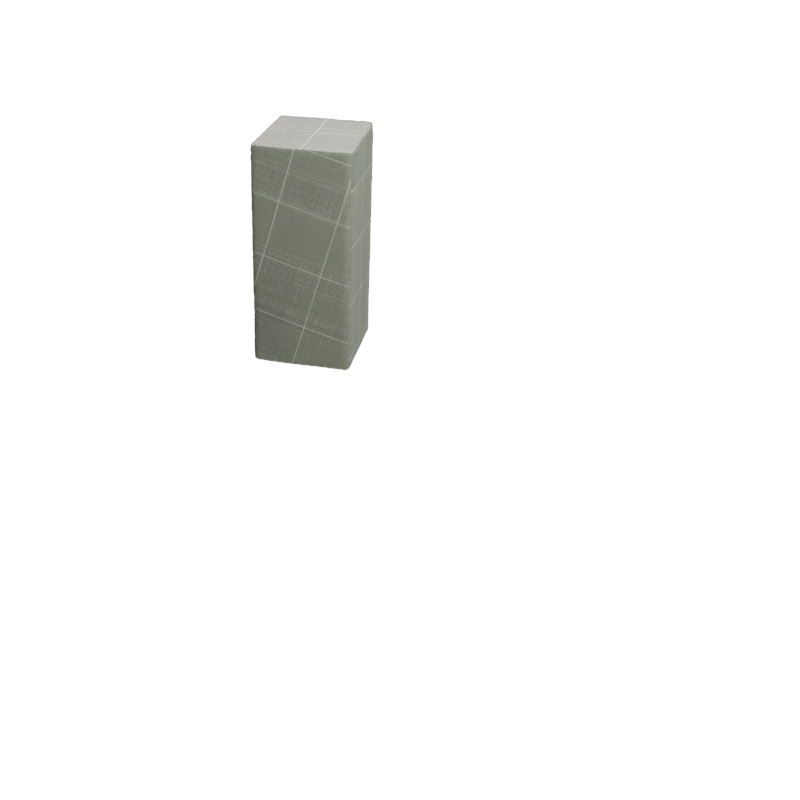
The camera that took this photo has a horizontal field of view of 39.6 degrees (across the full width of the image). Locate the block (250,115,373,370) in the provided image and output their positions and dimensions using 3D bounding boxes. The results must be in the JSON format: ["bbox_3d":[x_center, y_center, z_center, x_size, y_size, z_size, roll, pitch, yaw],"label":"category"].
[{"bbox_3d":[-0.078,-0.142,0.999,0.092,0.195,0.094,7,26,11],"label":"block"}]
